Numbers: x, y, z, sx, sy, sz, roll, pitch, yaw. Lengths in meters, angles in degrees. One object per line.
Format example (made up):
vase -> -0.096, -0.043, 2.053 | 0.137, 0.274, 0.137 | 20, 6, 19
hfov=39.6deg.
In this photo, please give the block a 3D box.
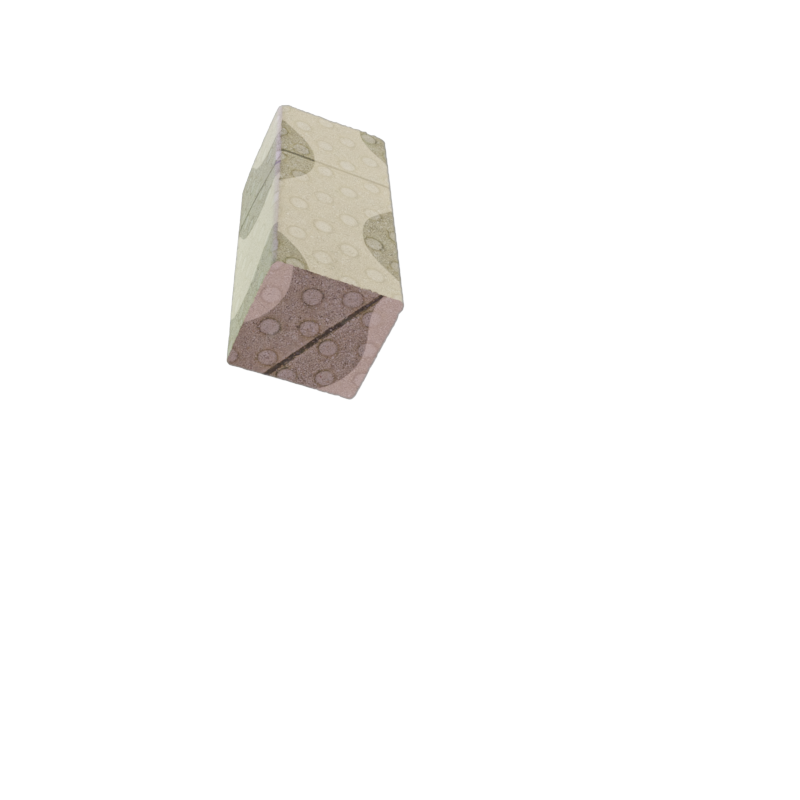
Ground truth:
block -> -0.061, -0.112, 0.781 | 0.088, 0.086, 0.221 | 17, 36, -16
